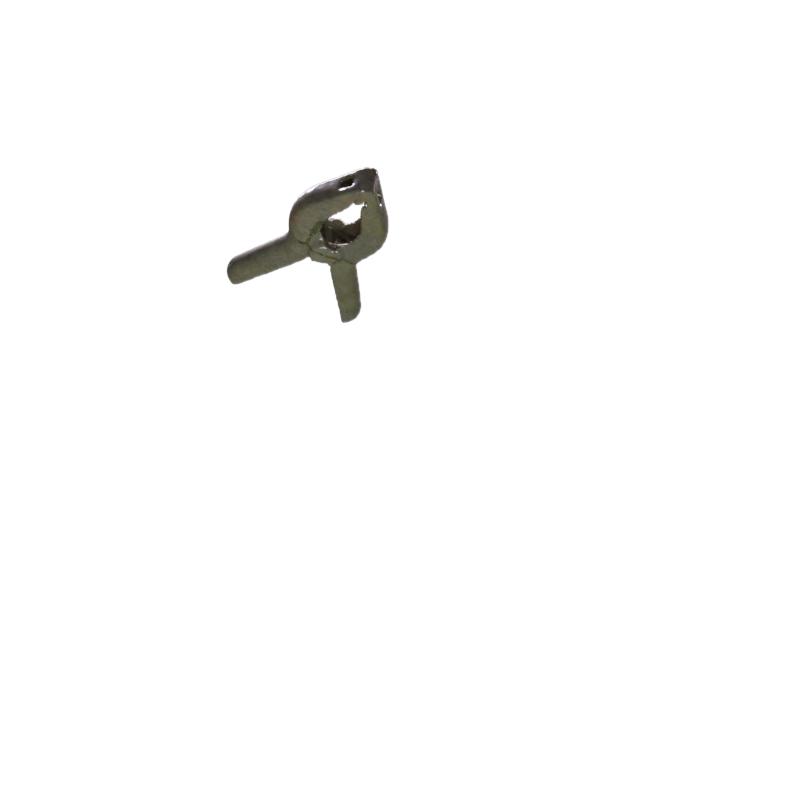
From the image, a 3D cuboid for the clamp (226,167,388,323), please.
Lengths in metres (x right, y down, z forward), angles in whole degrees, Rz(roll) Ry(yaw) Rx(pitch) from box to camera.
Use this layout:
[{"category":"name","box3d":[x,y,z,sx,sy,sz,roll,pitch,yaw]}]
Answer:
[{"category":"clamp","box3d":[-0.070,-0.128,0.898,0.118,0.042,0.163,10,-39,-14]}]
